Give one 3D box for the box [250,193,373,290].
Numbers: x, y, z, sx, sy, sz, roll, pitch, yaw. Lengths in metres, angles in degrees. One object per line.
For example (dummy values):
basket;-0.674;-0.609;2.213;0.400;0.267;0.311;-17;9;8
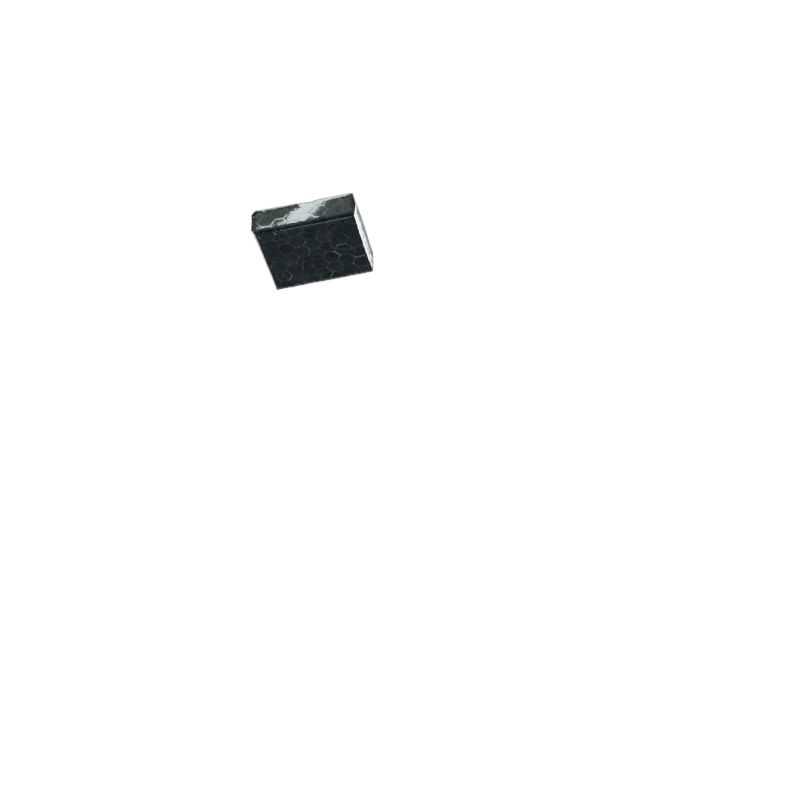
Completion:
box;-0.073;-0.134;0.936;0.090;0.032;0.067;-9;-40;10
